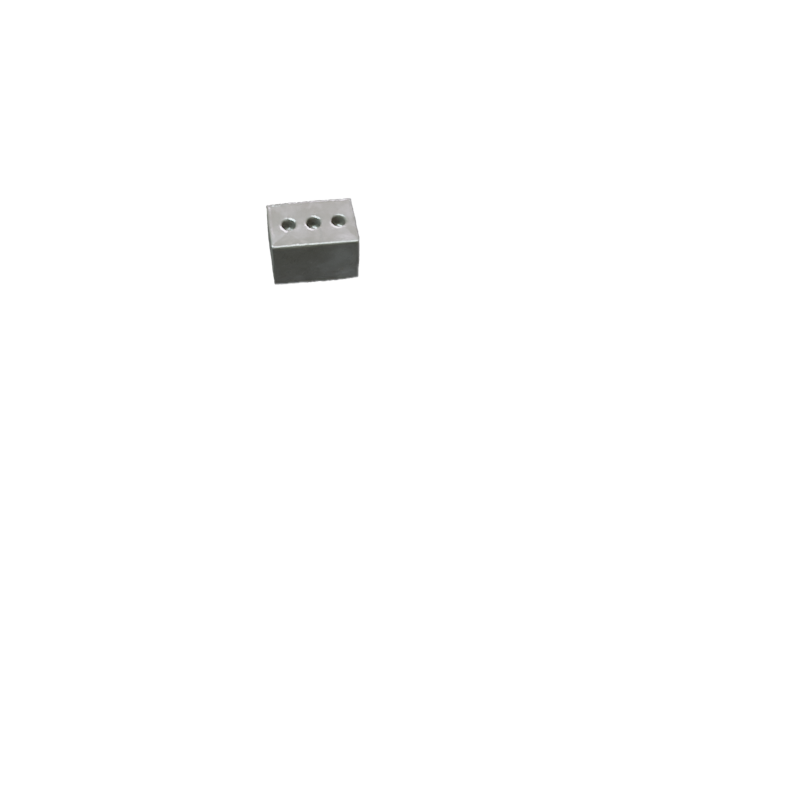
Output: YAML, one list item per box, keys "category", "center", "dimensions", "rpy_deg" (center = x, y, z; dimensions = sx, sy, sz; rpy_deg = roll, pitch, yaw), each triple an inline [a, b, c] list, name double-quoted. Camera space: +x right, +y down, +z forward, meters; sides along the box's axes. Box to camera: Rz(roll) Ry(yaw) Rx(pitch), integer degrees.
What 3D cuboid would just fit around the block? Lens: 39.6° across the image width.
- category: "block"
  center: [-0.076, -0.139, 0.977]
  dimensions: [0.077, 0.057, 0.048]
  rpy_deg: [-6, -38, -6]
